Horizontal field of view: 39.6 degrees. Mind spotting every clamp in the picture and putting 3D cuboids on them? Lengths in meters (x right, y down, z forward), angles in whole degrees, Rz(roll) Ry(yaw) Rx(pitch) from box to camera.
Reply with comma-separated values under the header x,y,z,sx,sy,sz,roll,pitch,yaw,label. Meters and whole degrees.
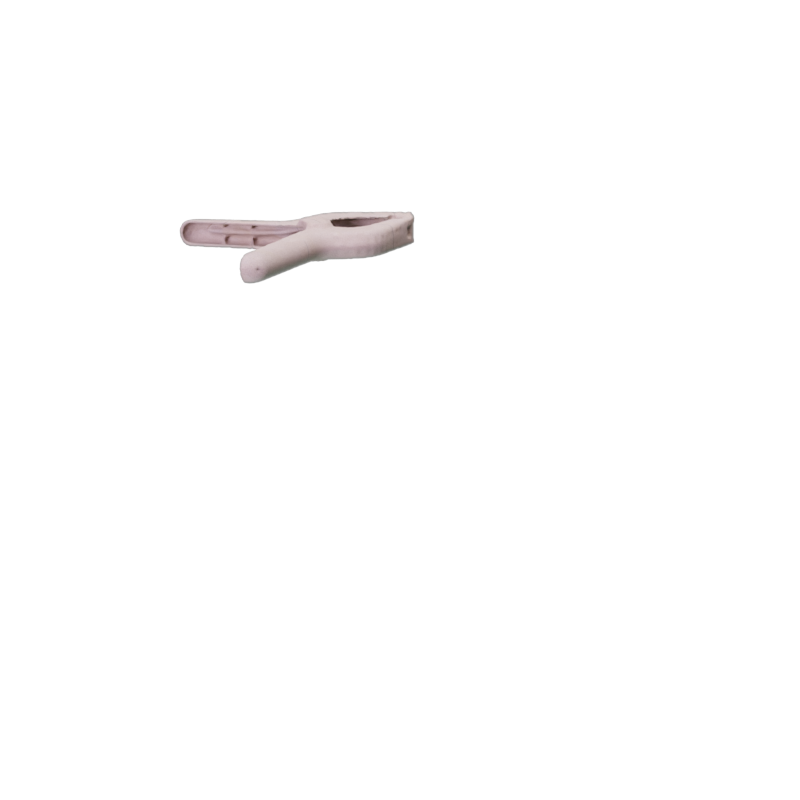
x,y,z,sx,sy,sz,roll,pitch,yaw,label
-0.077,-0.140,0.984,0.206,0.035,0.175,-8,23,-19,clamp
